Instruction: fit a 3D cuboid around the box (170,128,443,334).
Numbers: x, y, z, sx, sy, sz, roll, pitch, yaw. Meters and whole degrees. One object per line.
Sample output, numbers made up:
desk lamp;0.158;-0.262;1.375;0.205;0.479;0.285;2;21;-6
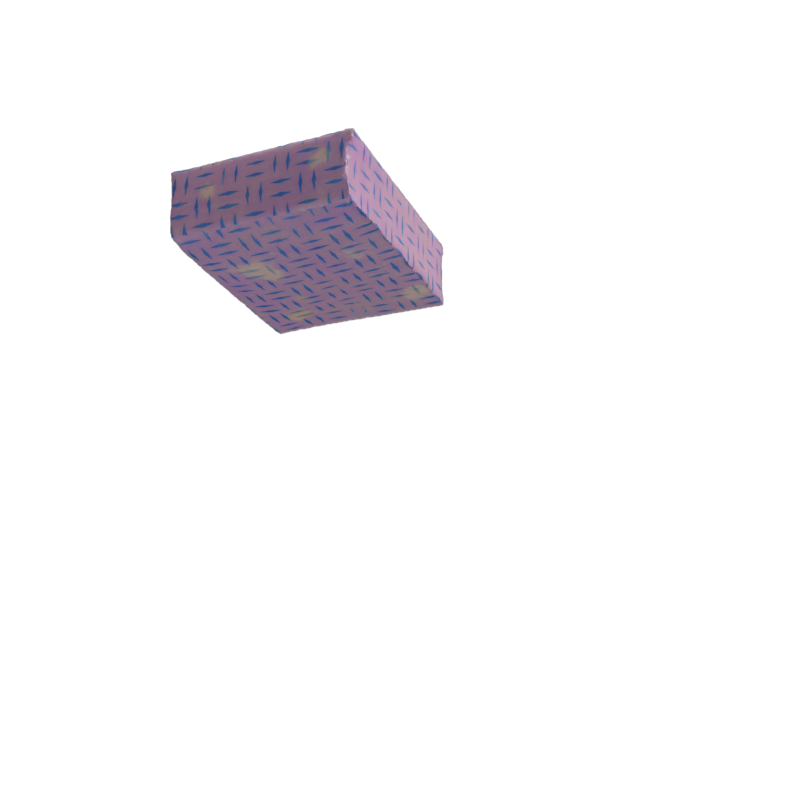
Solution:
box;-0.040;-0.073;0.509;0.091;0.041;0.106;-9;-24;21
